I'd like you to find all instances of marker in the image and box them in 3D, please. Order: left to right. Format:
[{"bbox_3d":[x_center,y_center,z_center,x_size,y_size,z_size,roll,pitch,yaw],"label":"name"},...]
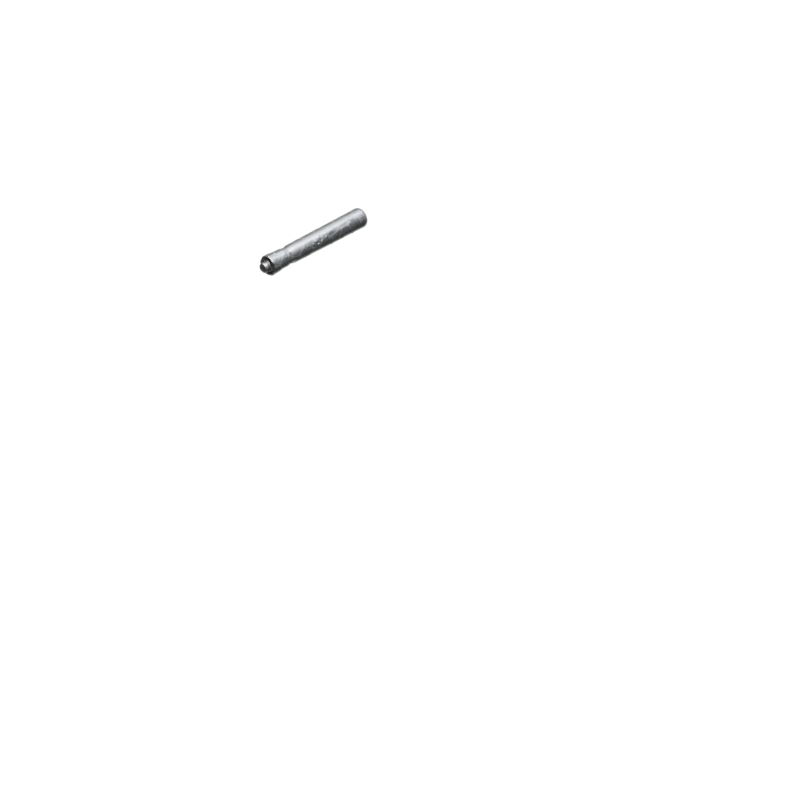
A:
[{"bbox_3d":[-0.077,-0.140,0.979,0.021,0.019,0.121,4,30,47],"label":"marker"}]
